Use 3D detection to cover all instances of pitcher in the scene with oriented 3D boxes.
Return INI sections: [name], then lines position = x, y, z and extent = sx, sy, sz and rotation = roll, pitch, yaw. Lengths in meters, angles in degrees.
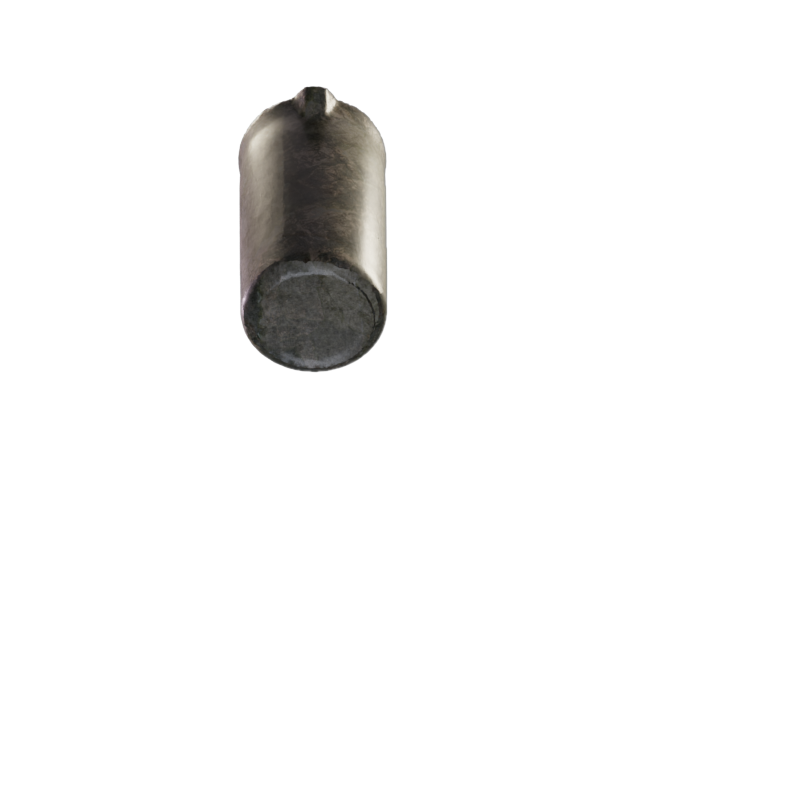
[pitcher]
position = -0.071, -0.130, 0.910
extent = 0.144, 0.260, 0.140
rotation = -34, -57, 22
